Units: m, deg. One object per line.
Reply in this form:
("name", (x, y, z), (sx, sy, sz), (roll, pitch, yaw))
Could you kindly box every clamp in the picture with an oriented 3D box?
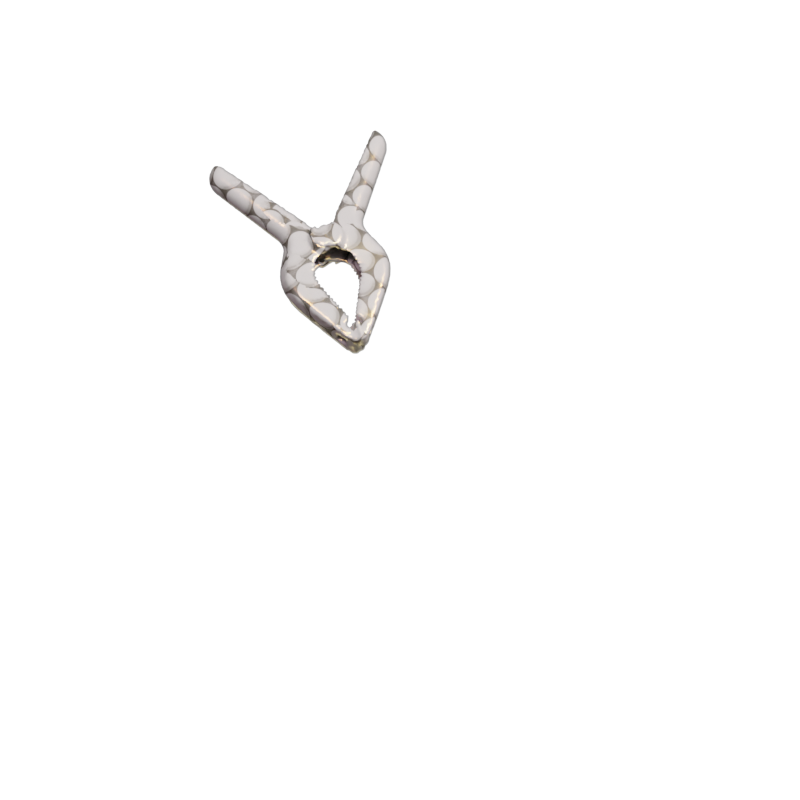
("clamp", (-0.076, -0.138, 0.966), (0.164, 0.224, 0.034), (-9, -27, -5))
